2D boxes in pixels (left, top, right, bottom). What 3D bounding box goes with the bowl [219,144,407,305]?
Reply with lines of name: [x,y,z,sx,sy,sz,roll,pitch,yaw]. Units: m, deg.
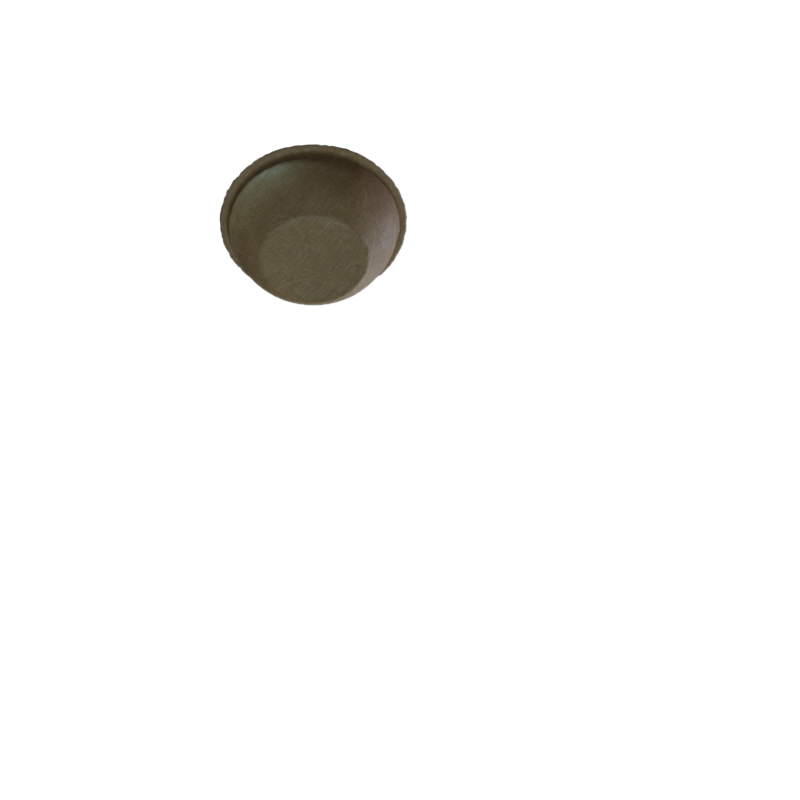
bowl: [-0.073,-0.134,0.937,0.162,0.151,0.059,1,39,-1]
